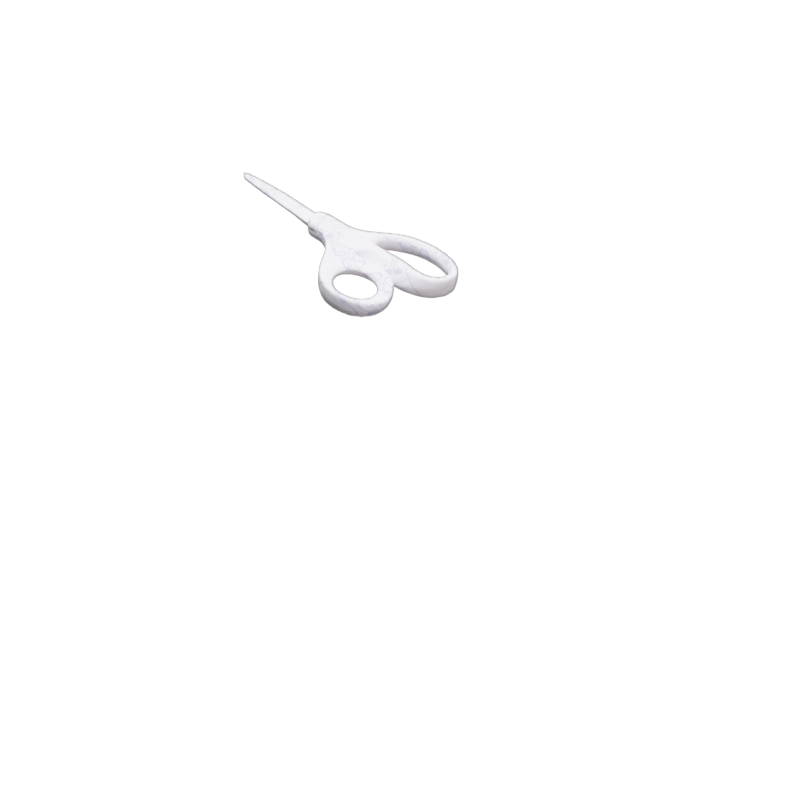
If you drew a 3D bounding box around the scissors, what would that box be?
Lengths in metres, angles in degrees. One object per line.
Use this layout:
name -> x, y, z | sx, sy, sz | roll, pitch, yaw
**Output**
scissors -> -0.058, -0.105, 0.735 | 0.213, 0.015, 0.097 | 25, 43, 30
